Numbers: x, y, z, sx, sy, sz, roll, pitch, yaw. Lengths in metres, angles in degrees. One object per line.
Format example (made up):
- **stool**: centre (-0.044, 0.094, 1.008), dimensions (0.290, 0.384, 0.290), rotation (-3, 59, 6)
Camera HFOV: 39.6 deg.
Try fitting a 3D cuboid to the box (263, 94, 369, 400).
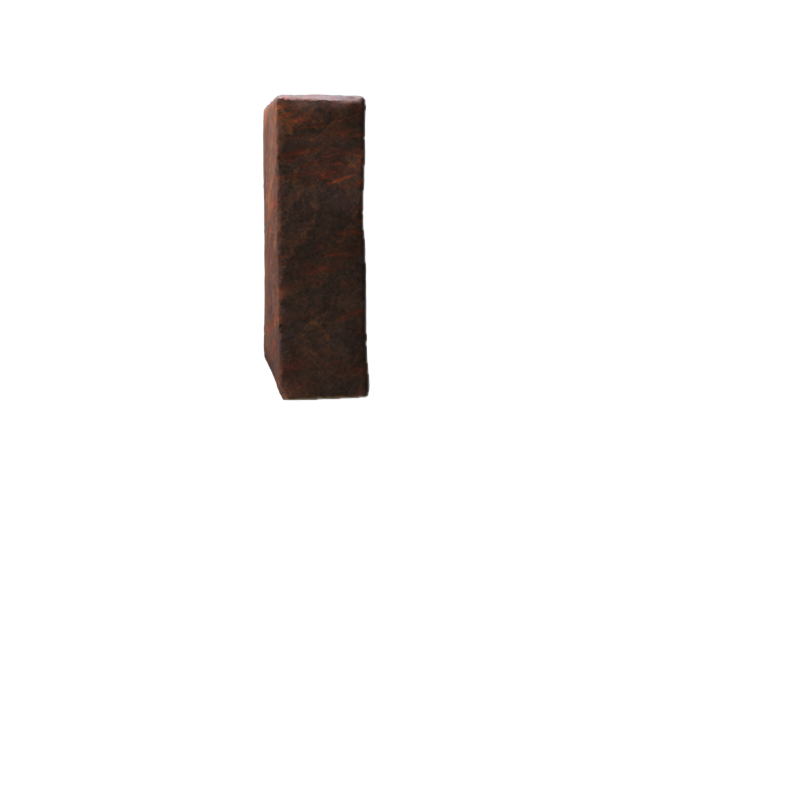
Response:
- **box**: centre (-0.066, -0.121, 0.848), dimensions (0.071, 0.211, 0.168), rotation (-1, 7, -10)
